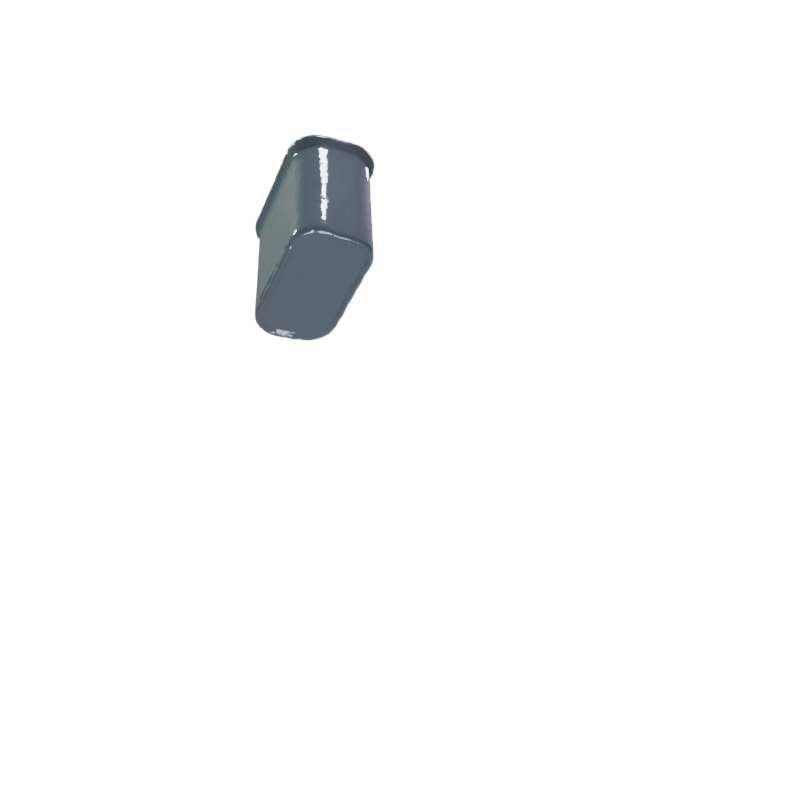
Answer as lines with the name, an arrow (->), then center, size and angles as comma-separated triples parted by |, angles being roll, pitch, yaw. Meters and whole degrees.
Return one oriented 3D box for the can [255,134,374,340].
can -> -0.054, -0.099, 0.691 | 0.056, 0.090, 0.098 | 14, -44, -18
